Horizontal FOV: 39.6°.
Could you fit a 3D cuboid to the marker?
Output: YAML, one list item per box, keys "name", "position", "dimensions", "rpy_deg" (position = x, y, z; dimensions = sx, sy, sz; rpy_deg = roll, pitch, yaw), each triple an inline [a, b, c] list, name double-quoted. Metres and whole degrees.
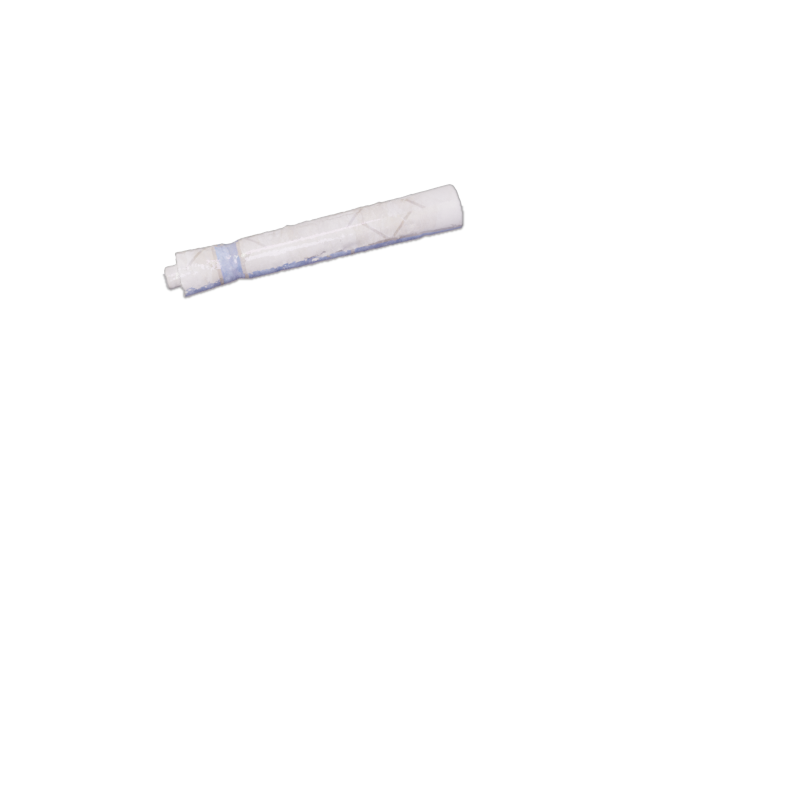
- name: "marker"
  position: [-0.035, -0.063, 0.445]
  dimensions: [0.120, 0.020, 0.020]
  rpy_deg: [-15, 6, -5]
